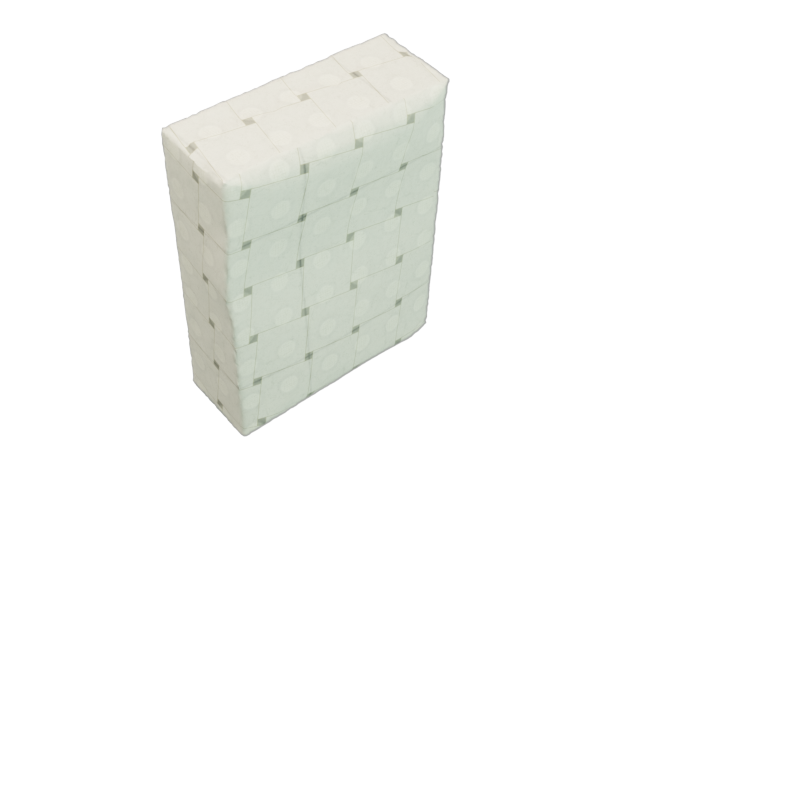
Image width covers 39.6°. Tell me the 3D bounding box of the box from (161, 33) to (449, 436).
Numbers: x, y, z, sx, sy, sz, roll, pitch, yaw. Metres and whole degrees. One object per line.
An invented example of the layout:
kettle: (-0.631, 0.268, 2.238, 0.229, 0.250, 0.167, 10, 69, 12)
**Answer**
box: (-0.054, -0.099, 0.696, 0.164, 0.199, 0.077, -31, 56, -28)
